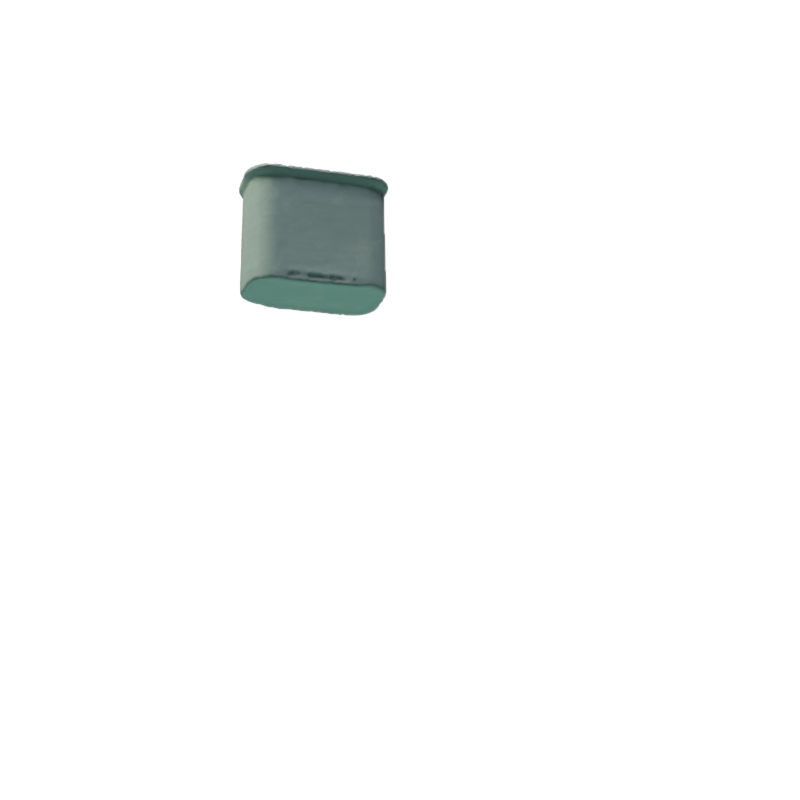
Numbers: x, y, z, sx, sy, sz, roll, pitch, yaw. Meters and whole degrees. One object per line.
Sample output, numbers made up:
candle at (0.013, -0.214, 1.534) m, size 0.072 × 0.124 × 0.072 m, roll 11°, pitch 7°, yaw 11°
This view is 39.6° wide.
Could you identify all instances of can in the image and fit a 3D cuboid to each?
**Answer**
can at (-0.059, -0.108, 0.758) m, size 0.100 × 0.088 × 0.056 m, roll 5°, pitch -23°, yaw -14°
